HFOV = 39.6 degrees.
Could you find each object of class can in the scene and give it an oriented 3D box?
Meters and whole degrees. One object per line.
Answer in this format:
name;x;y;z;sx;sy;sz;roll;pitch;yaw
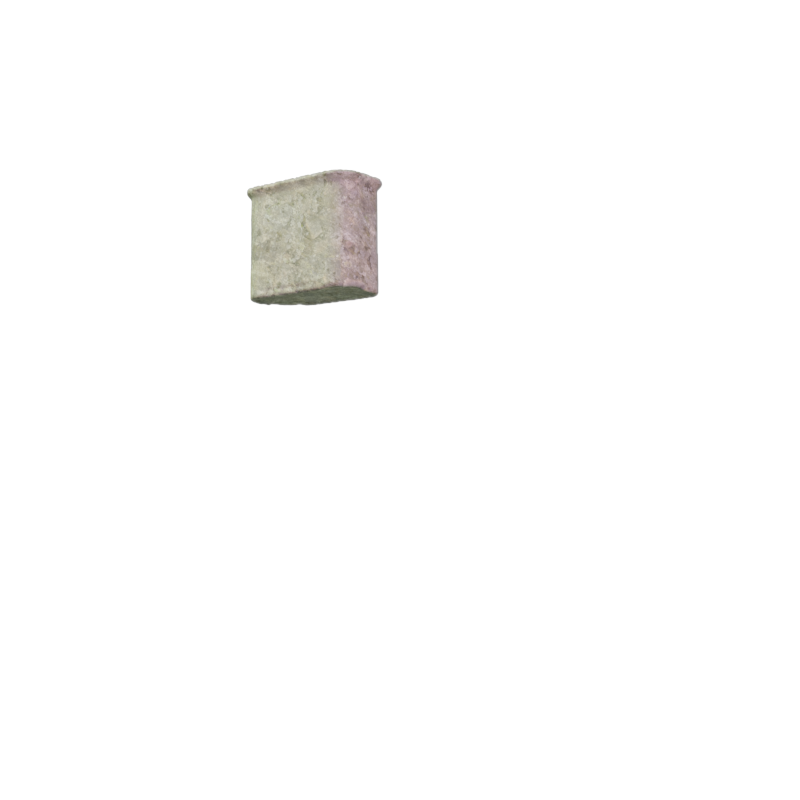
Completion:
can;-0.063;-0.115;0.808;0.105;0.086;0.054;-6;-11;37
